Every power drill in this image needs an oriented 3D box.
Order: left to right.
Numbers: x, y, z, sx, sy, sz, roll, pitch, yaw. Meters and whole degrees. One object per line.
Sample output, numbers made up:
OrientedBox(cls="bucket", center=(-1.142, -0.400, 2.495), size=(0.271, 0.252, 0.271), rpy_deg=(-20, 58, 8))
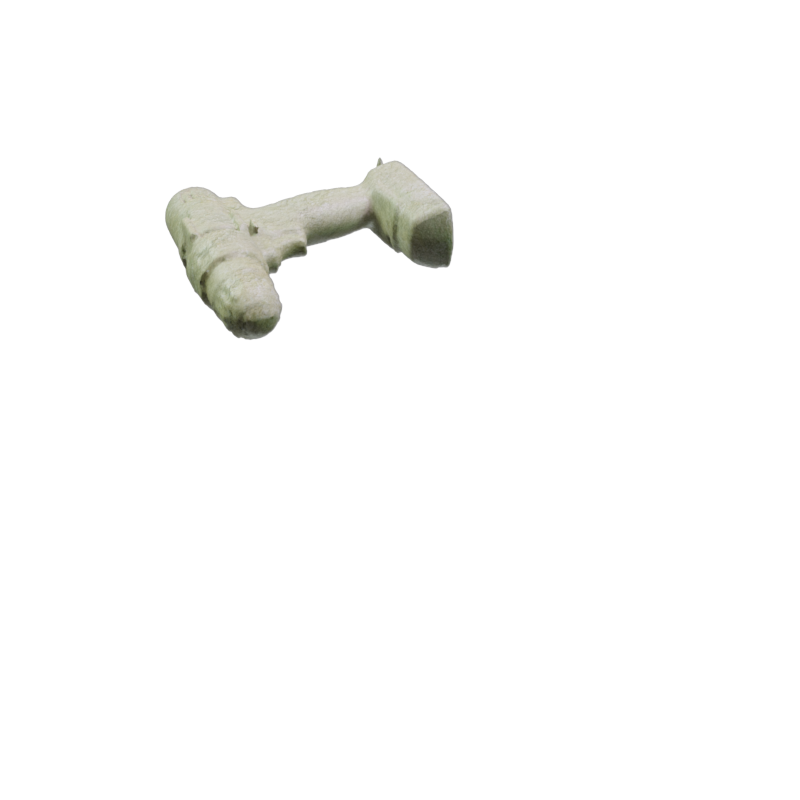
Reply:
OrientedBox(cls="power drill", center=(-0.061, -0.112, 0.784), size=(0.185, 0.054, 0.199), rpy_deg=(-12, 36, -18))
